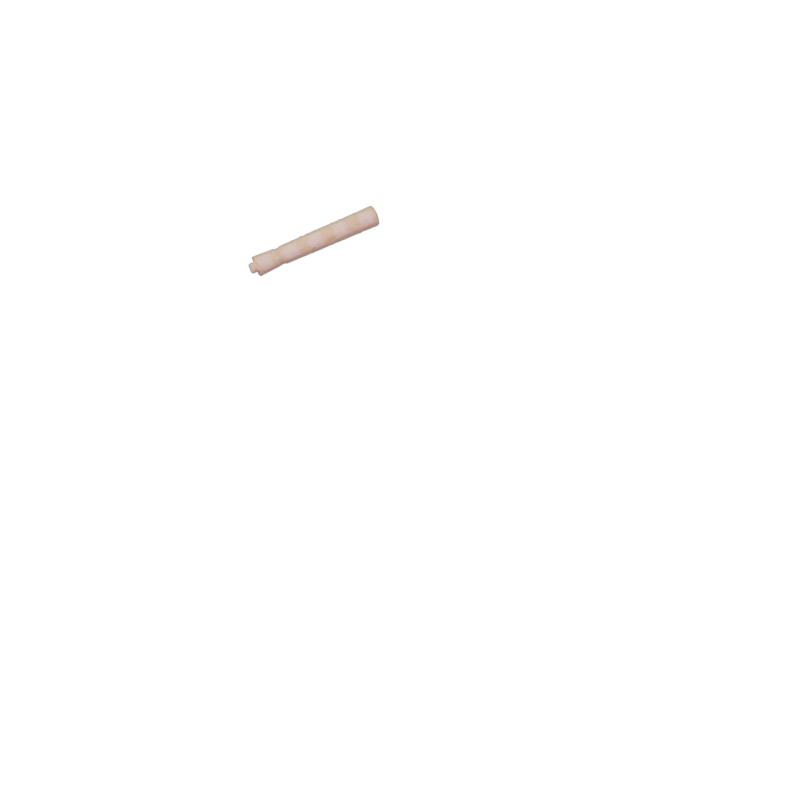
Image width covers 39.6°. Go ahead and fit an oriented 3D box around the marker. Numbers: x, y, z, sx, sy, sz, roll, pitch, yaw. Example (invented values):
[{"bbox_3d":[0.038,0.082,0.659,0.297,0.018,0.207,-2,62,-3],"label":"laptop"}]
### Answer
[{"bbox_3d":[-0.076,-0.138,0.967,0.120,0.019,0.020,-25,10,-11],"label":"marker"}]
